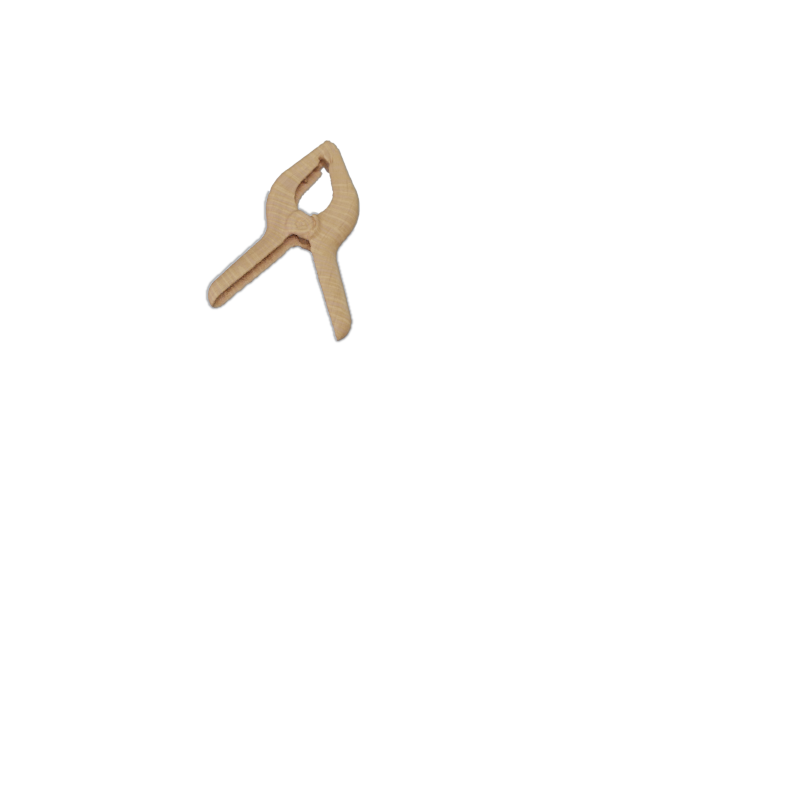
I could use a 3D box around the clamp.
[{"bbox_3d":[-0.072,-0.131,0.918,0.122,0.176,0.038,23,-16,7],"label":"clamp"}]
